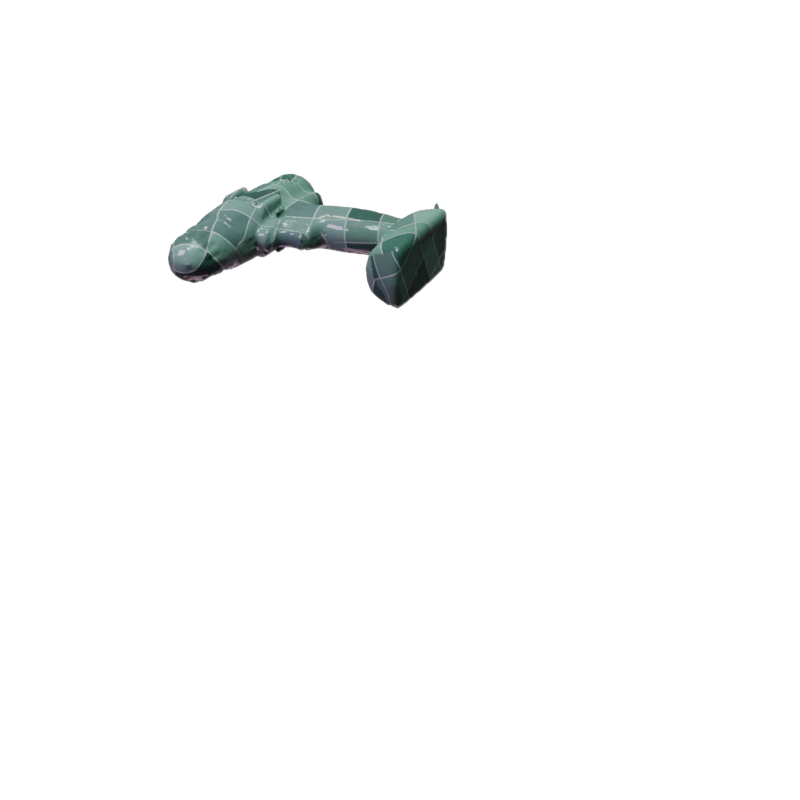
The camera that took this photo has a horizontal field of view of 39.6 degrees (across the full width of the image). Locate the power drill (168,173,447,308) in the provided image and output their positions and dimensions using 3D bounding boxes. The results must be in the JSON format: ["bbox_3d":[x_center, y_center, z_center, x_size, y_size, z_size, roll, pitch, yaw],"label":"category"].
[{"bbox_3d":[-0.070,-0.128,0.896,0.196,0.054,0.187,16,34,24],"label":"power drill"}]
